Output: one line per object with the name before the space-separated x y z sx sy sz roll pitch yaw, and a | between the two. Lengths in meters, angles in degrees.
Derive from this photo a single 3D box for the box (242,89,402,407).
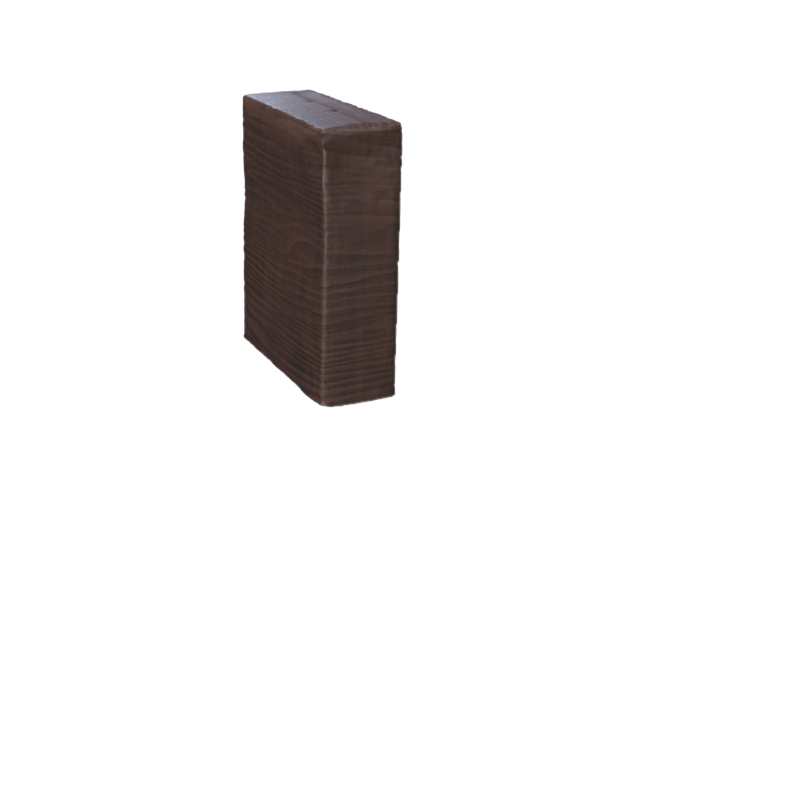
box | -0.068 -0.124 0.868 0.070 0.205 0.175 -8 22 -26
